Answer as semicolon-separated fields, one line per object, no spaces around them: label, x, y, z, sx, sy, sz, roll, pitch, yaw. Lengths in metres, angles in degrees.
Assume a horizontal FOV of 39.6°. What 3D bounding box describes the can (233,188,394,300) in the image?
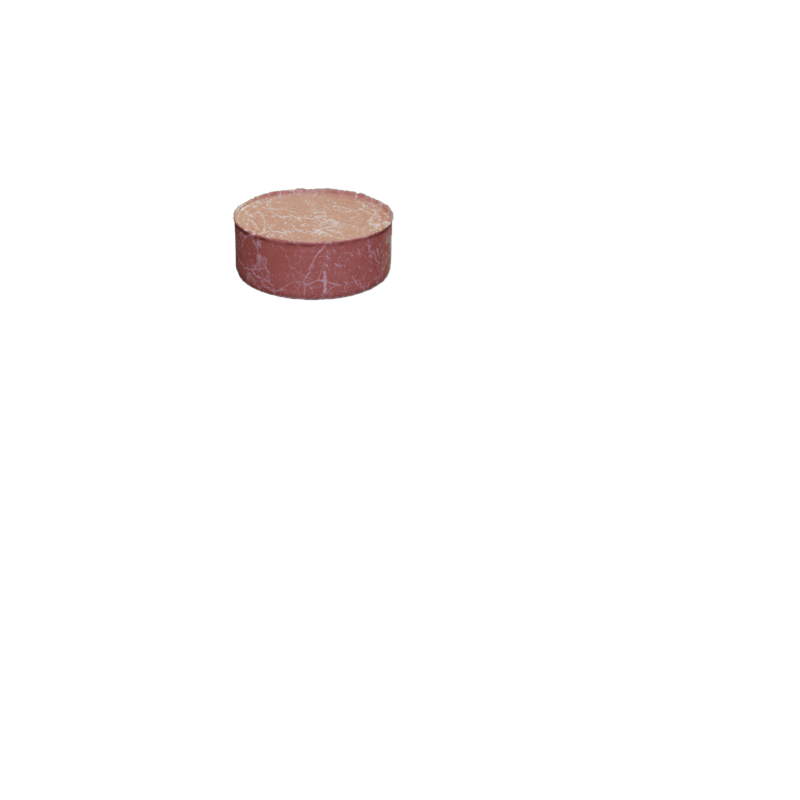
can;-0.047;-0.085;0.599;0.086;0.032;0.091;-1;27;-2
